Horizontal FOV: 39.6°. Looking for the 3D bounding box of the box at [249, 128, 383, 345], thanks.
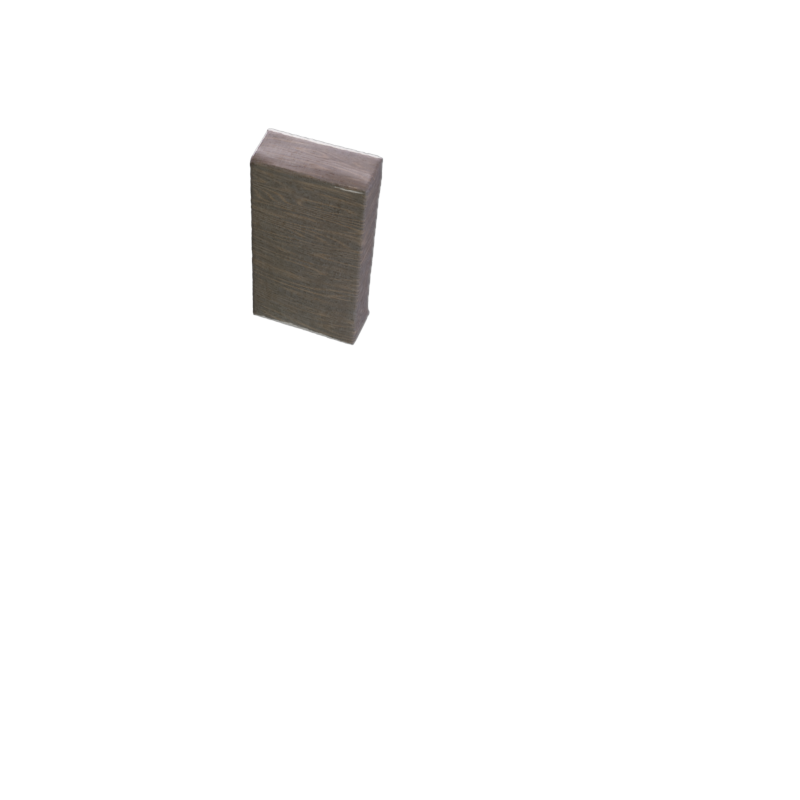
[{"bbox_3d":[-0.068,-0.123,0.861,0.095,0.050,0.164,18,-36,10],"label":"box"}]
